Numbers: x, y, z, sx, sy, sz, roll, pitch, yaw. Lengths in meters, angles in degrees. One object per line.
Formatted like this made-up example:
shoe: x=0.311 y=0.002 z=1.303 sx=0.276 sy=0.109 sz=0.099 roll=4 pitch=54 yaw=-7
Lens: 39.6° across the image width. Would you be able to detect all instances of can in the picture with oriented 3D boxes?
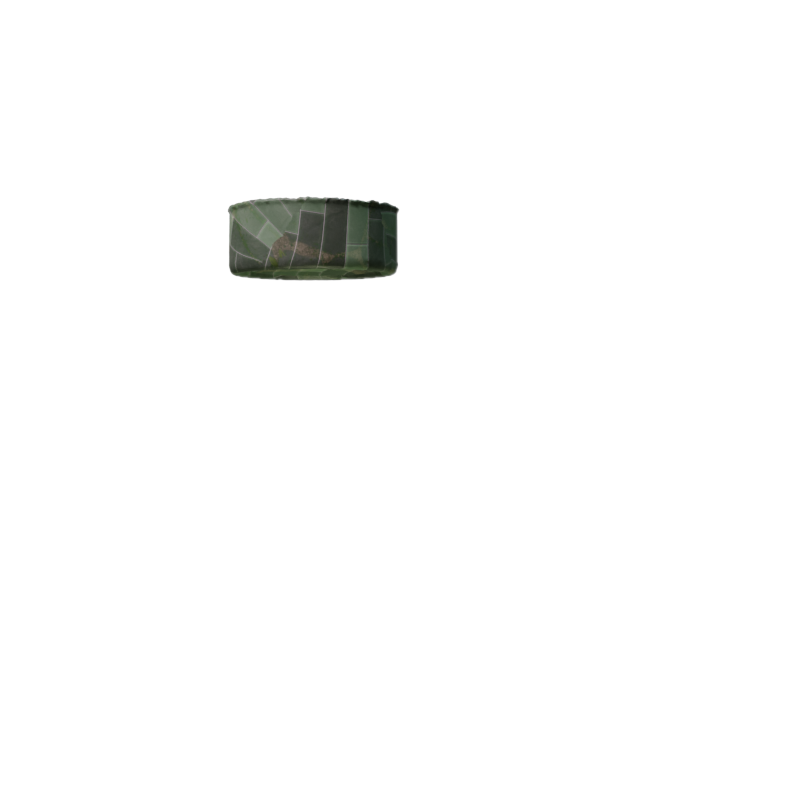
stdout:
can: x=-0.043 y=-0.079 z=0.555 sx=0.086 sy=0.034 sz=0.086 roll=0 pitch=1 yaw=-2
